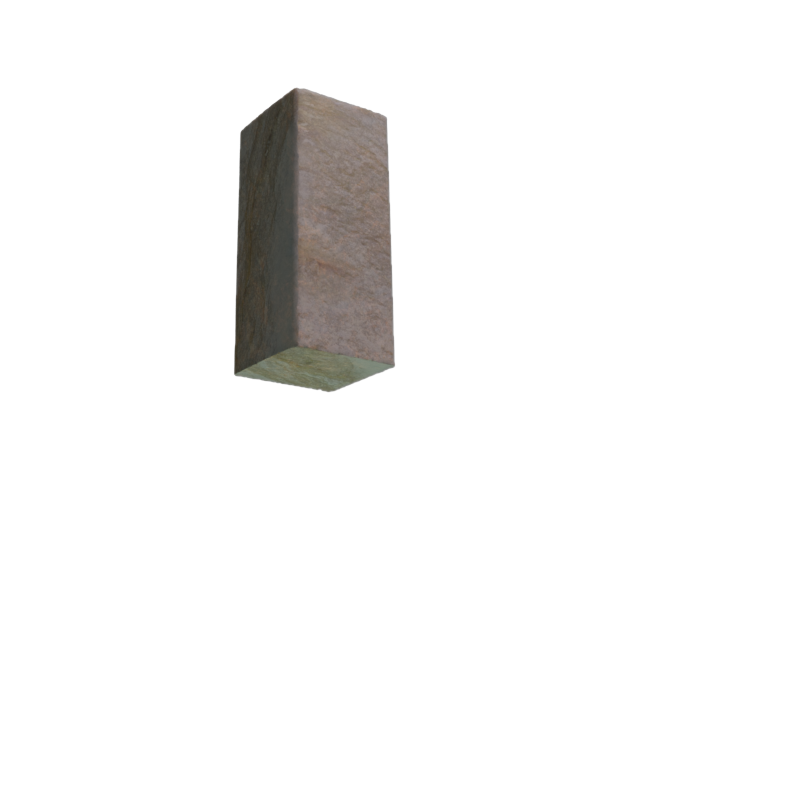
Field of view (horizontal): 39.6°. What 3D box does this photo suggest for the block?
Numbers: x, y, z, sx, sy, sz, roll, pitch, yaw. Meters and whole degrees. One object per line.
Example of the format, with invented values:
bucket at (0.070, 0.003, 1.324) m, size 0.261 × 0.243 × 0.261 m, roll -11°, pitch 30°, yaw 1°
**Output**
block at (-0.067, -0.122, 0.855) m, size 0.086 × 0.217 × 0.090 m, roll 13°, pitch -25°, yaw -33°
